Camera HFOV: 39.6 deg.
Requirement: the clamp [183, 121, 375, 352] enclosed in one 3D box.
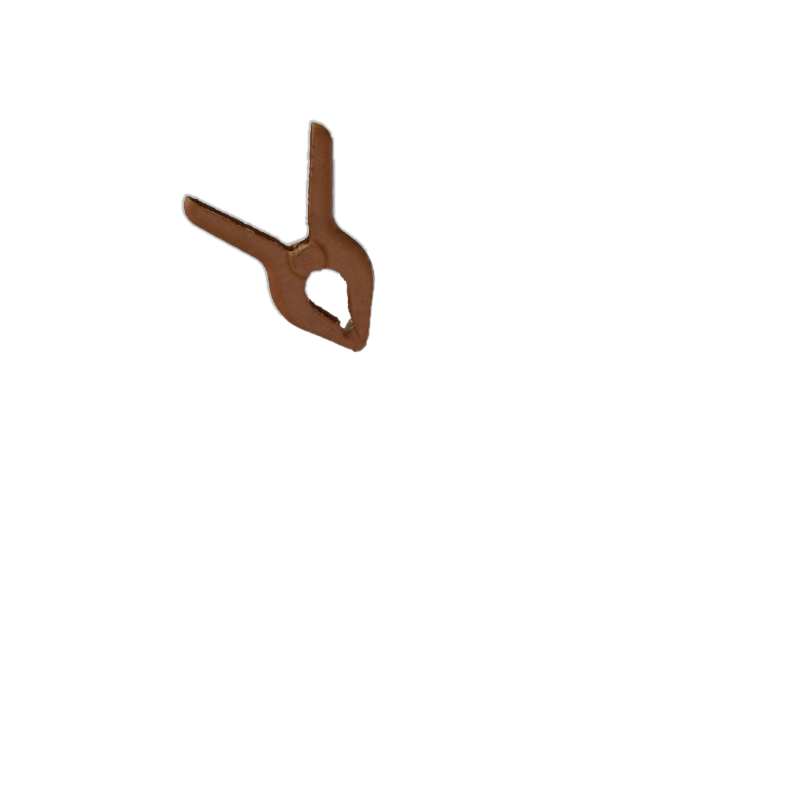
[{"bbox_3d":[-0.064,-0.117,0.820,0.119,0.165,0.041,-37,16,12],"label":"clamp"}]
